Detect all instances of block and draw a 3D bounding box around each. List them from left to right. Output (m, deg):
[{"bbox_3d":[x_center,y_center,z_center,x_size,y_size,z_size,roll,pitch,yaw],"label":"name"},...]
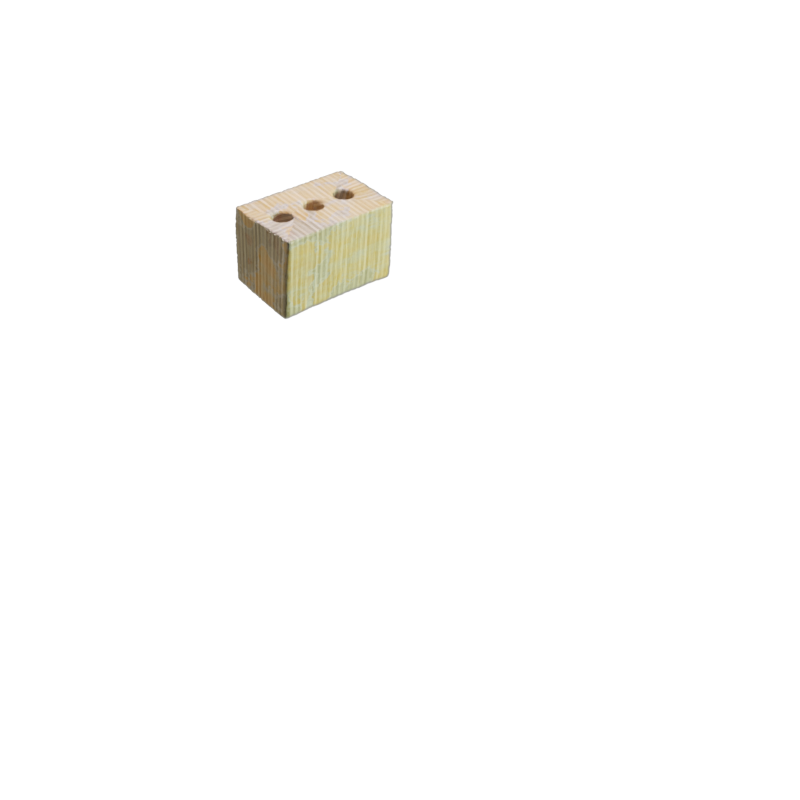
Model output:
[{"bbox_3d":[-0.051,-0.092,0.646,0.077,0.048,0.057,-26,44,-31],"label":"block"}]
